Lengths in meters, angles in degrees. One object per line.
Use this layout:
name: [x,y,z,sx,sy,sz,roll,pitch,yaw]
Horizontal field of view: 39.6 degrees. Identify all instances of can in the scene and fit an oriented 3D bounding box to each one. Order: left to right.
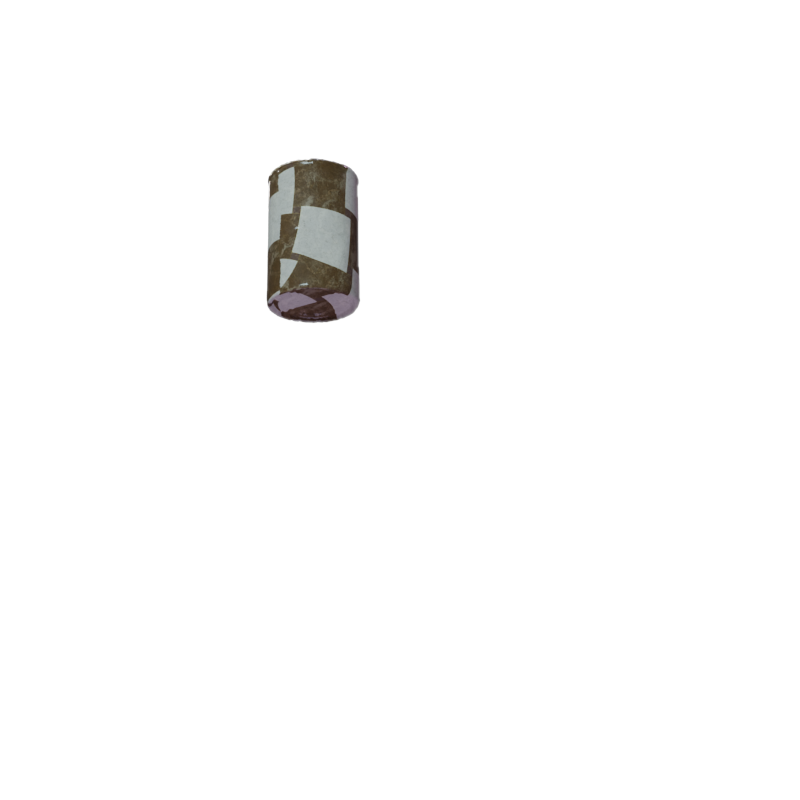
can: [-0.063,-0.116,0.809,0.068,0.108,0.065,0,-23,-2]
